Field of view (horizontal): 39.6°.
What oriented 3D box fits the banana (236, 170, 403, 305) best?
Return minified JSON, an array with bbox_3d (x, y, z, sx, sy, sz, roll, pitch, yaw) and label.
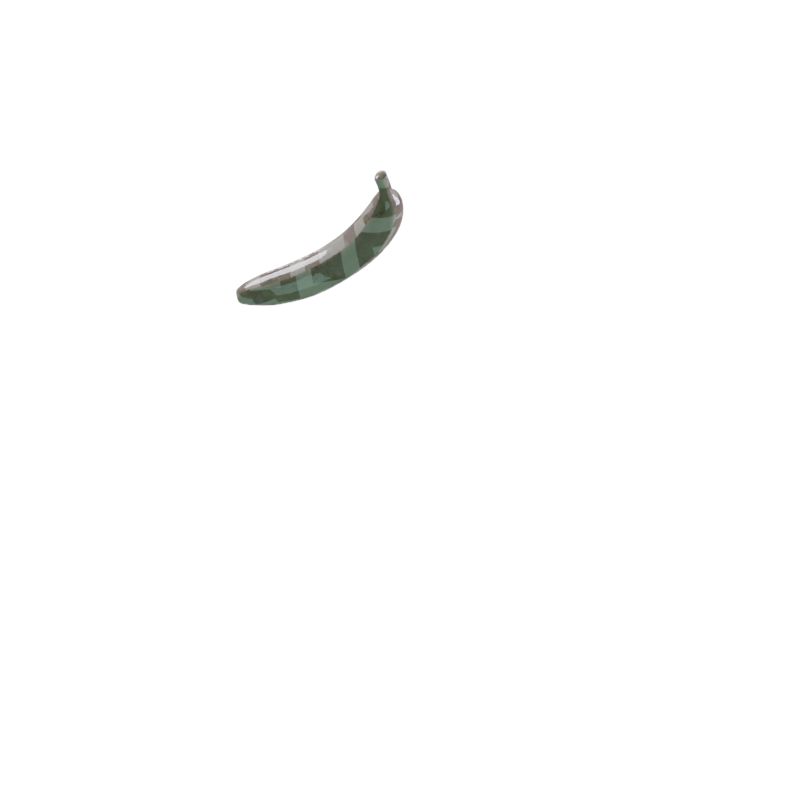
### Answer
[{"bbox_3d":[-0.062,-0.135,0.999,0.195,0.039,0.065,-36,-57,28],"label":"banana"}]
